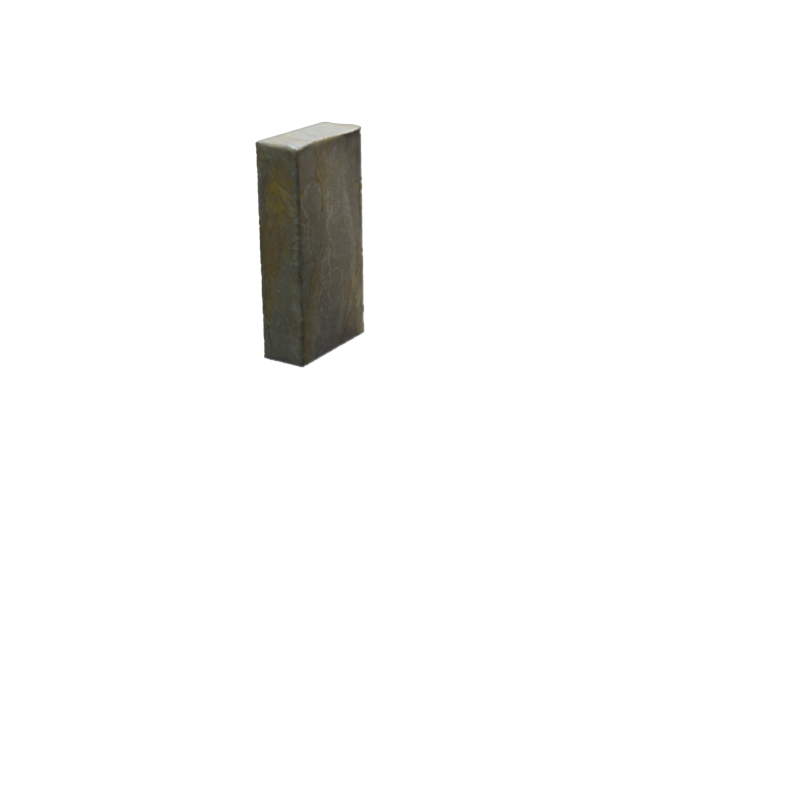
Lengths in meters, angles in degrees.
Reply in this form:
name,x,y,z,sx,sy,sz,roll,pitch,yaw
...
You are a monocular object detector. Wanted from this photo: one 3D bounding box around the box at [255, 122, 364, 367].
name,x,y,z,sx,sy,sz,roll,pitch,yaw
box,-0.069,-0.125,0.877,0.050,0.169,0.093,13,24,29
